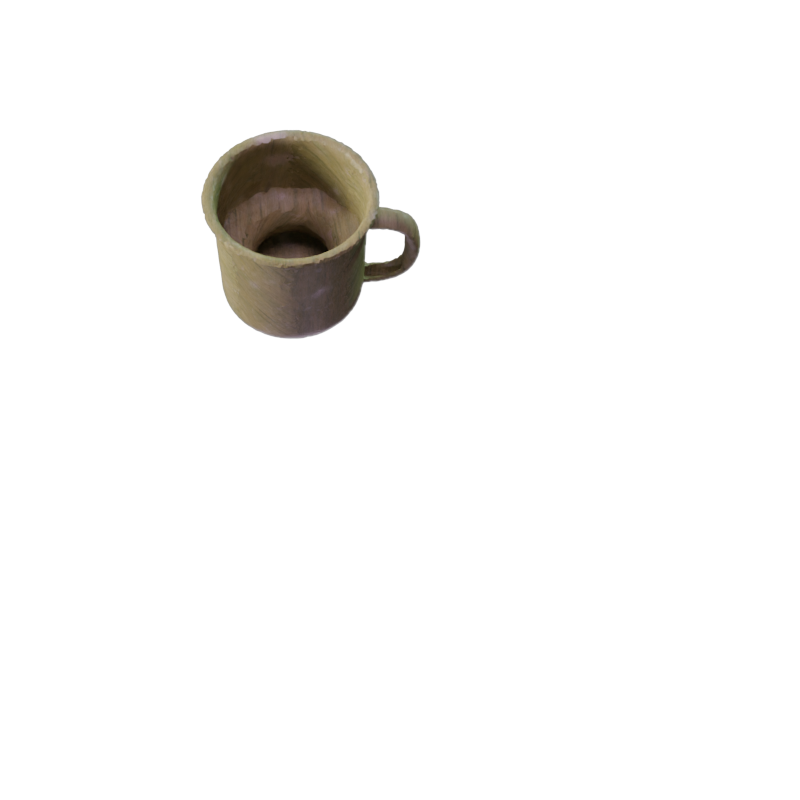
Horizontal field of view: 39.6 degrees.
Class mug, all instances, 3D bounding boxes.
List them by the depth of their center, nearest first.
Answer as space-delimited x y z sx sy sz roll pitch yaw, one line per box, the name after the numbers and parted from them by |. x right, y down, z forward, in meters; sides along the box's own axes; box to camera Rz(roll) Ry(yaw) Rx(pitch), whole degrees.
-0.048 -0.087 0.611 0.117 0.100 0.076 1 -34 -1 | mug
